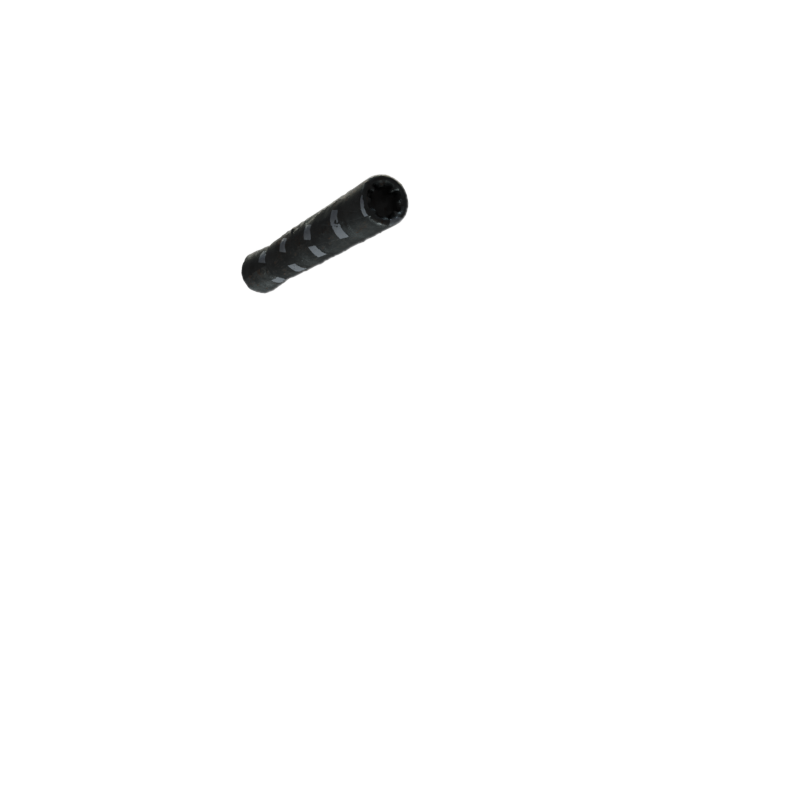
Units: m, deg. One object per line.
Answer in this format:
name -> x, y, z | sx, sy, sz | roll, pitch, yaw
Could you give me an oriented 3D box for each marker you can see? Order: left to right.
marker -> -0.034, -0.062, 0.432 | 0.019, 0.020, 0.122 | -2, -6, -28
